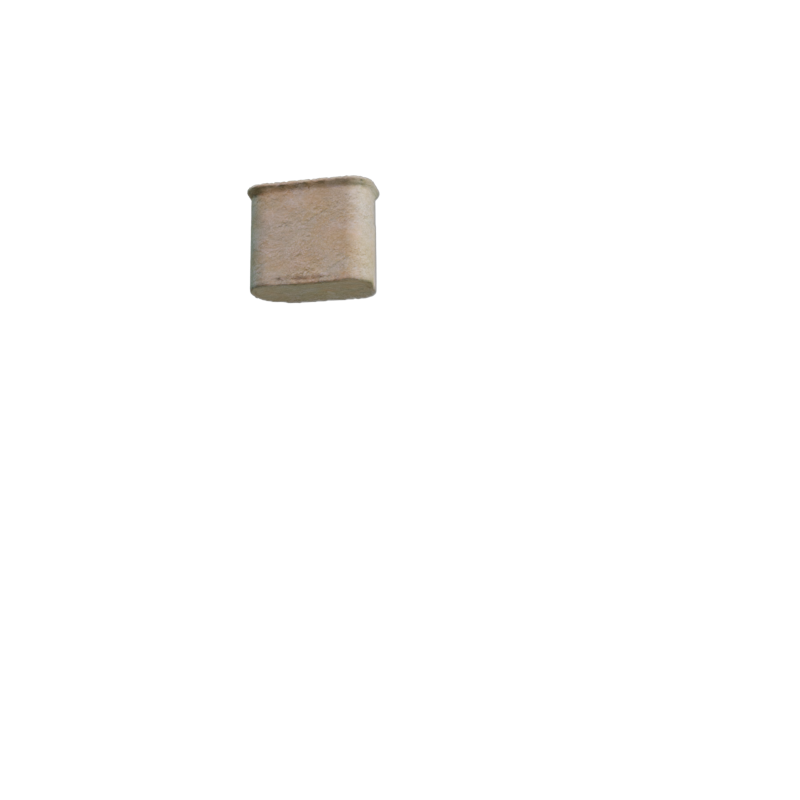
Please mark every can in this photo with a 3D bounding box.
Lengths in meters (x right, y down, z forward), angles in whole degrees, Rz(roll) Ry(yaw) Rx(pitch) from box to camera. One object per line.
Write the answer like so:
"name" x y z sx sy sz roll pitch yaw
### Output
"can" -0.067 -0.123 0.862 0.103 0.087 0.054 -4 -16 13
